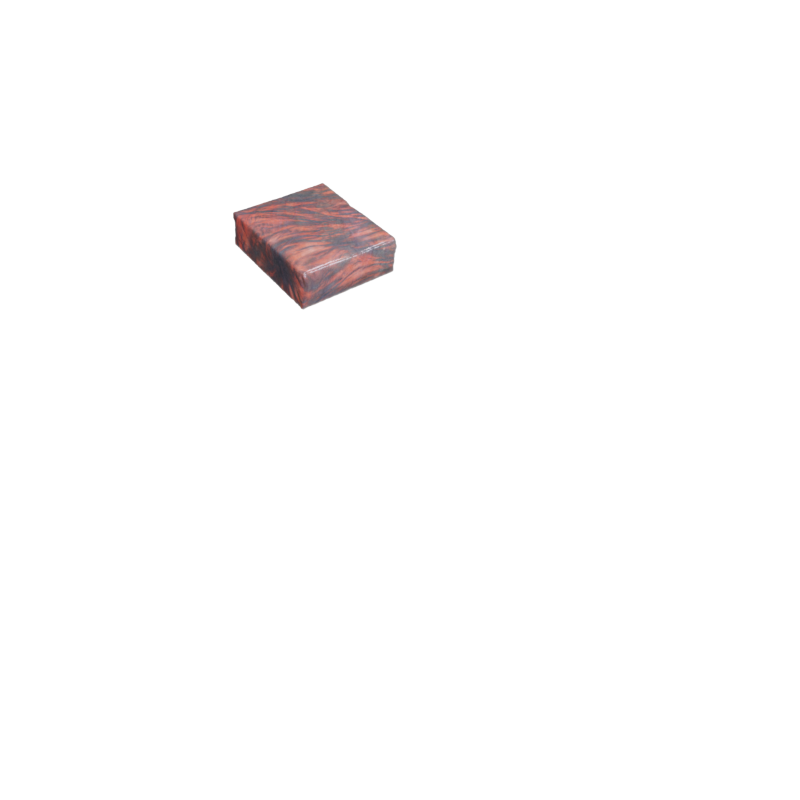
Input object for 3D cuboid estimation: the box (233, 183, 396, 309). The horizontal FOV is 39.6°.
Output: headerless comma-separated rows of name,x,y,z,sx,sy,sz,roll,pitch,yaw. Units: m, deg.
box,-0.057,-0.105,0.735,0.072,0.028,0.096,-23,44,-26
